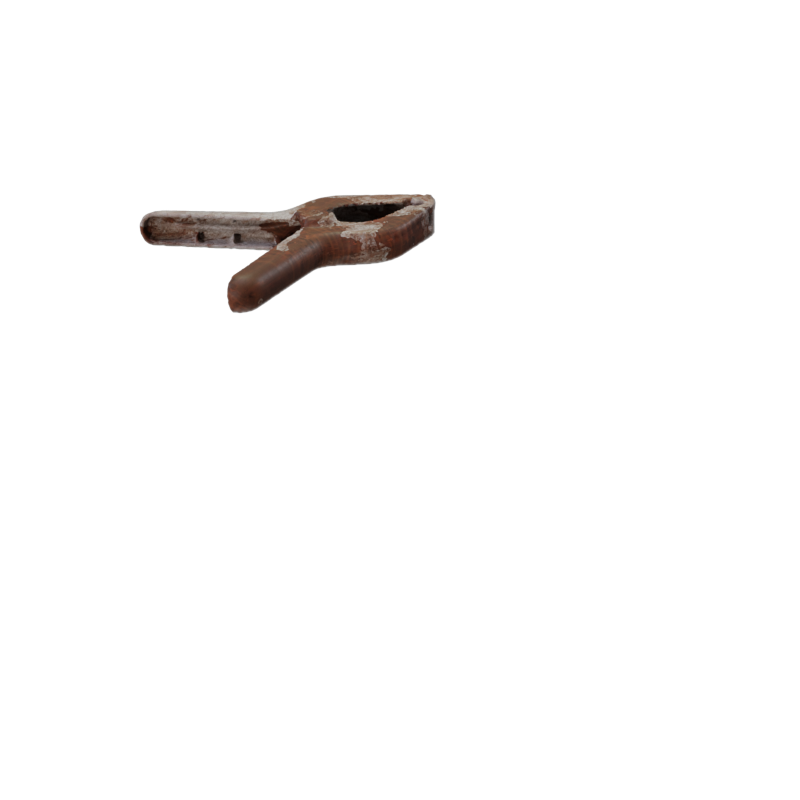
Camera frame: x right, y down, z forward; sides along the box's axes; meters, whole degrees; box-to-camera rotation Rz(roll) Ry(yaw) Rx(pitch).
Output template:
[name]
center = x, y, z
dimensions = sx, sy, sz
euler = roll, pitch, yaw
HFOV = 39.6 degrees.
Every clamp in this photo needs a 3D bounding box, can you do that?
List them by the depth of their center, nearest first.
[clamp]
center = -0.060, -0.110, 0.771
dimensions = 0.206, 0.034, 0.176
euler = -11, 29, -21
